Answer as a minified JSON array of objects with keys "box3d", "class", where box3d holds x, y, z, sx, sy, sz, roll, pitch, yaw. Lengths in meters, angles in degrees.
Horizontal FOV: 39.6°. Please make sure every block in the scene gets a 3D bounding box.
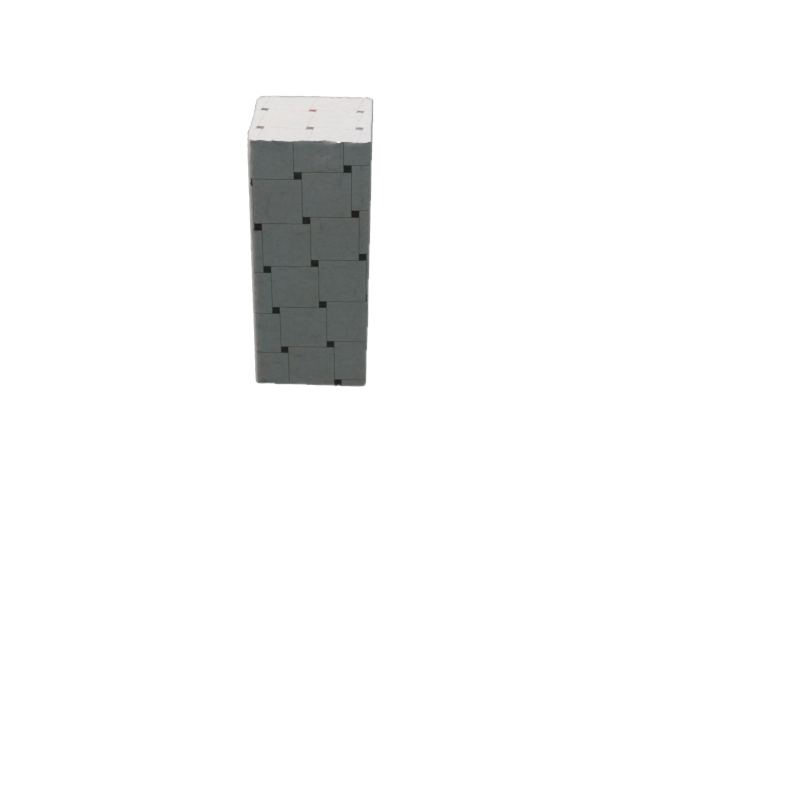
[{"box3d":[-0.068,-0.122,0.856,0.090,0.194,0.096,2,31,0],"class":"block"}]
